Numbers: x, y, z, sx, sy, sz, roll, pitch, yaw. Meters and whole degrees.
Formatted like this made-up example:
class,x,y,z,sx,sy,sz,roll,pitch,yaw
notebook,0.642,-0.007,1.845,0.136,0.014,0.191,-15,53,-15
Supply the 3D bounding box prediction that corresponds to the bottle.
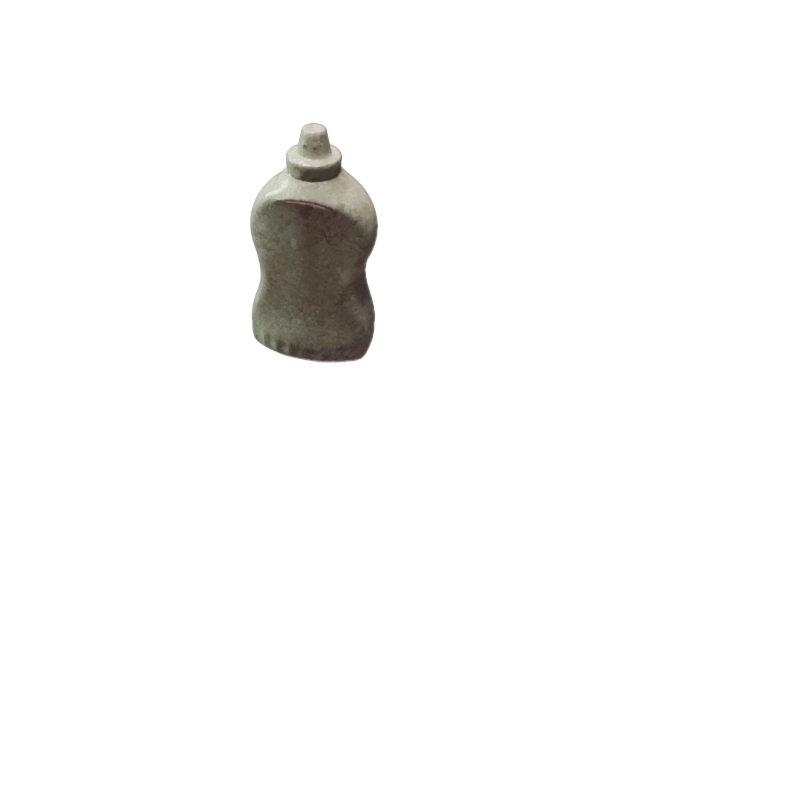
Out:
class,x,y,z,sx,sy,sz,roll,pitch,yaw
bottle,-0.066,-0.121,0.845,0.098,0.179,0.061,12,36,13
